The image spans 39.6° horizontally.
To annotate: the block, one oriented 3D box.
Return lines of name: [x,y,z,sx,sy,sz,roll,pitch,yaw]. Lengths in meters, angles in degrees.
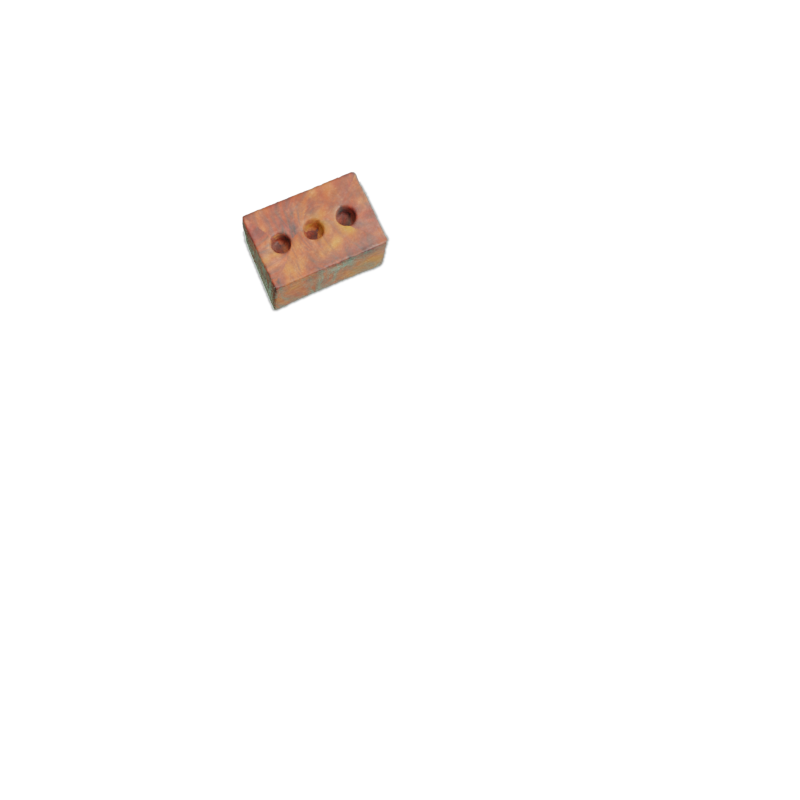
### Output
block: [-0.055,-0.100,0.699,0.078,0.055,0.049,-24,-12,-8]
